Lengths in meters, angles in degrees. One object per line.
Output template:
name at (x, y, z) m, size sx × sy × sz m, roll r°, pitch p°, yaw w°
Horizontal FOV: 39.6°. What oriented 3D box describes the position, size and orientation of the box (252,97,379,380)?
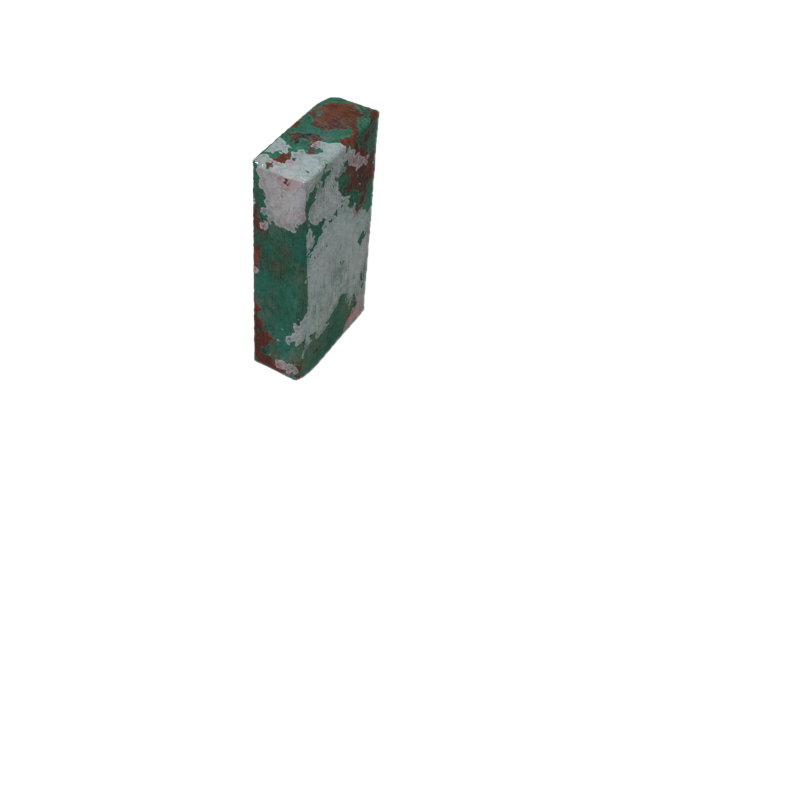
box at (-0.058, -0.106, 0.741) m, size 0.050 × 0.164 × 0.096 m, roll 22°, pitch 46°, yaw 19°
